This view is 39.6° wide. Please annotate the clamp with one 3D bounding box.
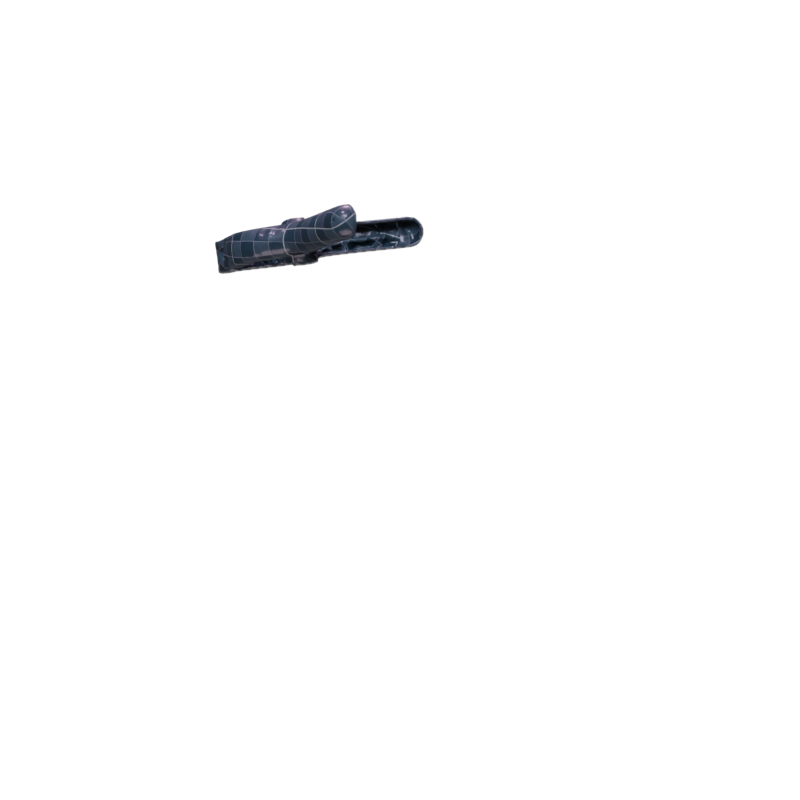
[{"bbox_3d":[-0.070,-0.127,0.892,0.177,0.040,0.114,-3,-5,39],"label":"clamp"}]
